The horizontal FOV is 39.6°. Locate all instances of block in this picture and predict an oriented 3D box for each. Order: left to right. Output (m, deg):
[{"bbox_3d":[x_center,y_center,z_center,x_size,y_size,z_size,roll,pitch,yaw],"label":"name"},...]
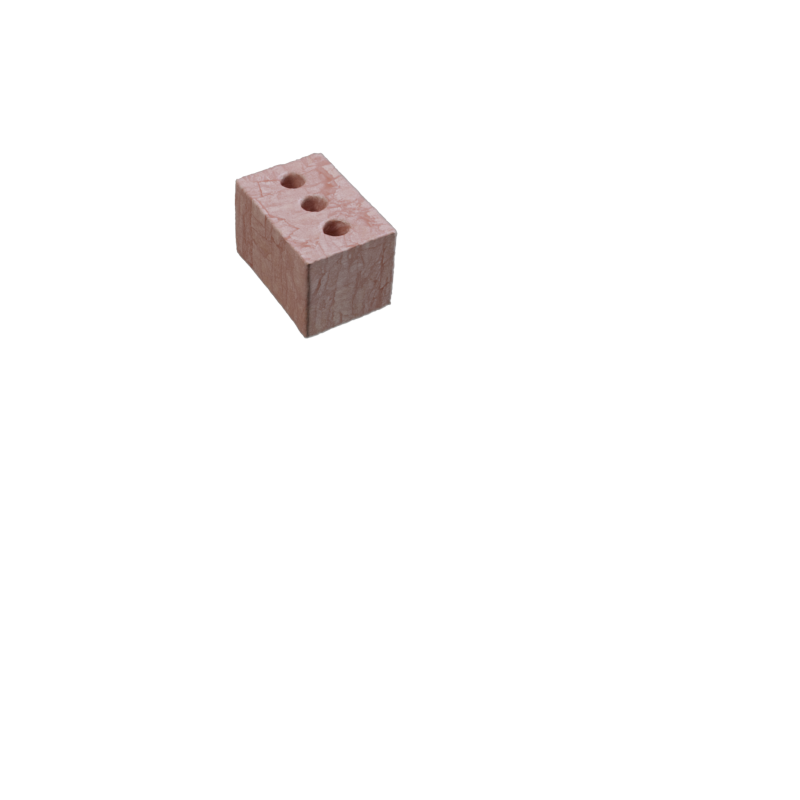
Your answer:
[{"bbox_3d":[-0.044,-0.080,0.563,0.052,0.048,0.084,-22,49,-23],"label":"block"}]
